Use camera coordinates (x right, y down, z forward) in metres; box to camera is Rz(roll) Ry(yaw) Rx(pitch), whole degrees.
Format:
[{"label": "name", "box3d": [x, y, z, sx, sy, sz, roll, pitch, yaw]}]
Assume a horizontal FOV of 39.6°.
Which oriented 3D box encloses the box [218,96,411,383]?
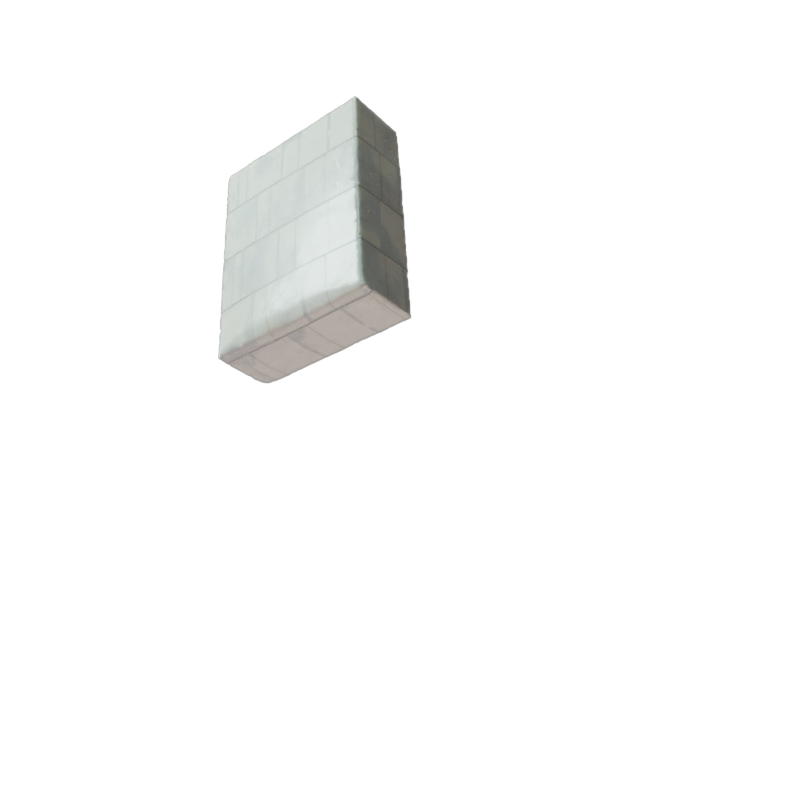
[{"label": "box", "box3d": [-0.077, -0.141, 0.986, 0.164, 0.229, 0.067, -26, -42, 29]}]
